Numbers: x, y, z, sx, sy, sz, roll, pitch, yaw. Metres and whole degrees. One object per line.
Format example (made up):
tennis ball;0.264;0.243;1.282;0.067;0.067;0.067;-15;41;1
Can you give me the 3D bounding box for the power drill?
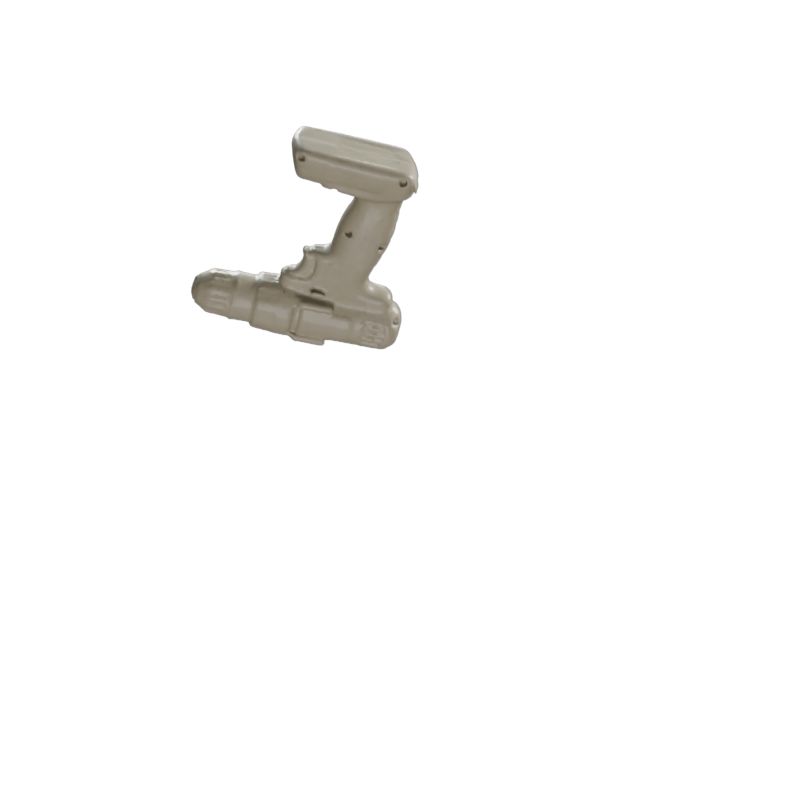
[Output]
power drill;-0.073;-0.133;0.931;0.182;0.178;0.061;11;35;-8
